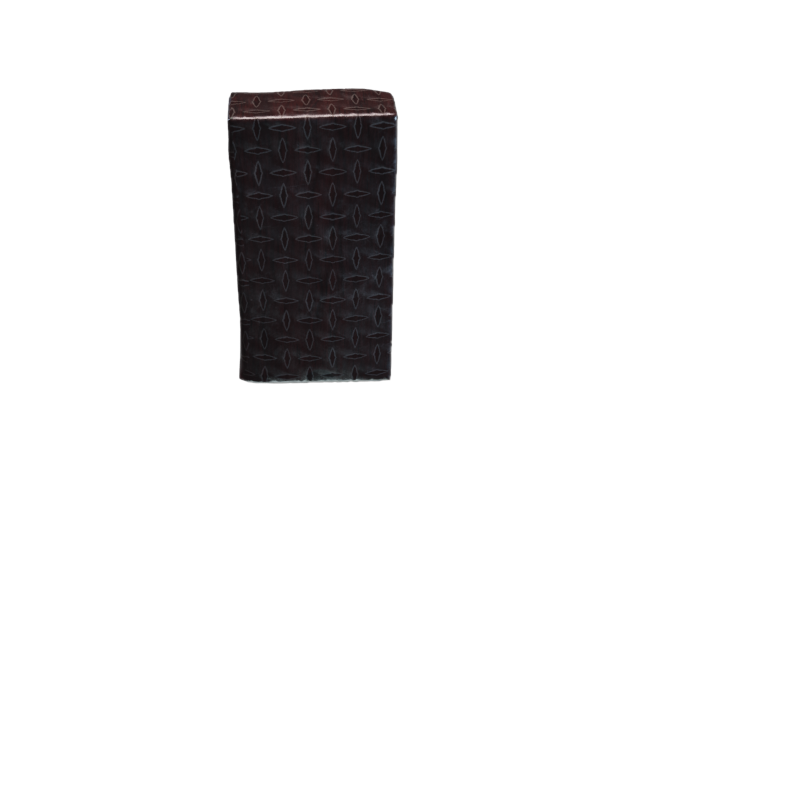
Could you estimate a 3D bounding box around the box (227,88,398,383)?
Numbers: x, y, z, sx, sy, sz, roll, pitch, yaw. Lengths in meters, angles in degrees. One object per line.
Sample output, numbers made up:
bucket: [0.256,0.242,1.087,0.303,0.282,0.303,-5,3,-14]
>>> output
box: [-0.050,-0.092,0.643,0.093,0.166,0.051,0,30,-4]
